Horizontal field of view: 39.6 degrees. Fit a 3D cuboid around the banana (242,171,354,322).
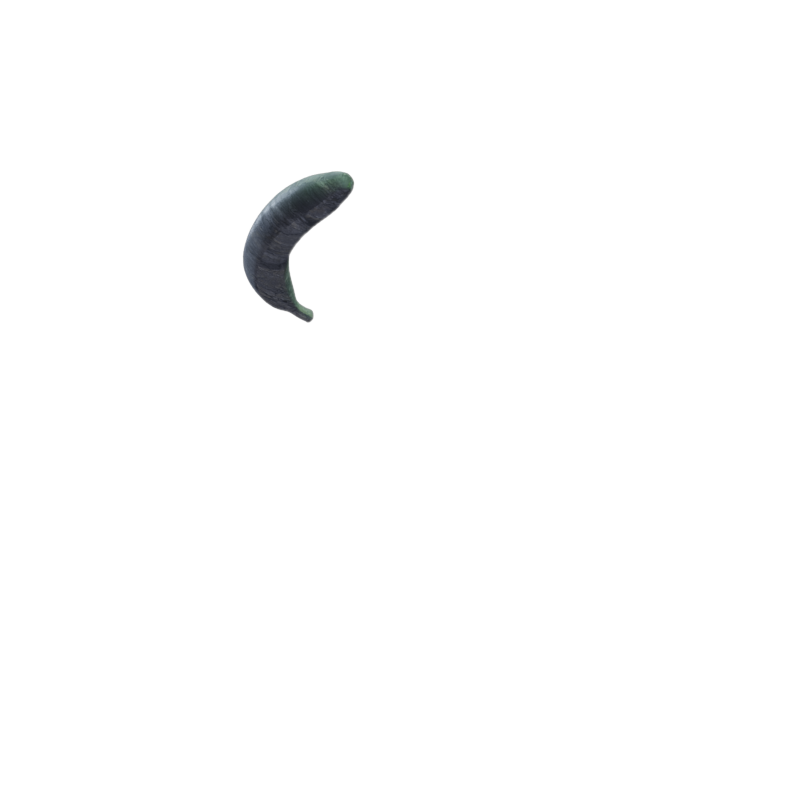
[{"bbox_3d":[-0.088,-0.125,0.881,0.068,0.039,0.189,6,-28,-11],"label":"banana"}]
